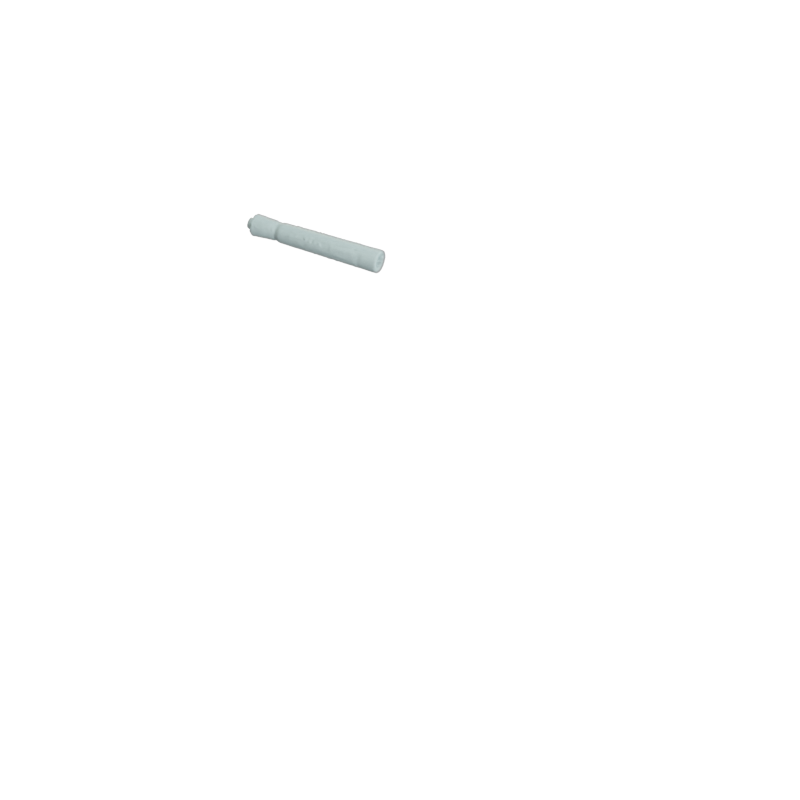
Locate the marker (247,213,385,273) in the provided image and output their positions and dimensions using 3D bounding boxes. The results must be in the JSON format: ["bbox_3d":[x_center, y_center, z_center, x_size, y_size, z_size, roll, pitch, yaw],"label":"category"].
[{"bbox_3d":[-0.070,-0.127,0.893,0.126,0.019,0.019,20,11,24],"label":"marker"}]
